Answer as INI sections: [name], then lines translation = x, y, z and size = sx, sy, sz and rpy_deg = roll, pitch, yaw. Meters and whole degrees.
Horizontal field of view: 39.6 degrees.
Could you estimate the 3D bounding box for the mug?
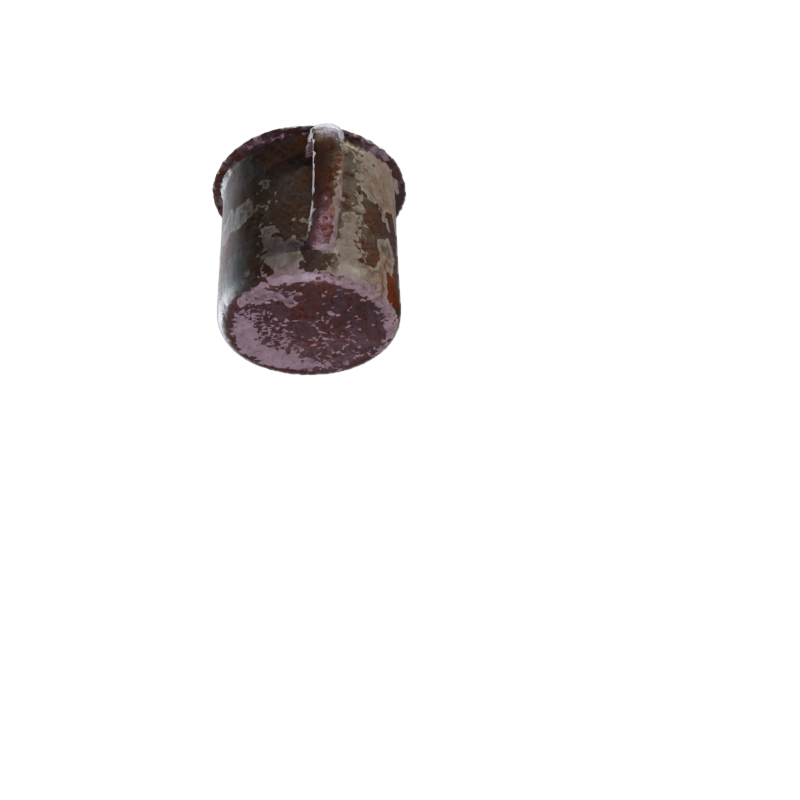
[mug]
translation = -0.039, -0.072, 0.501
size = 0.092, 0.087, 0.111
rpy_deg = 6, -36, -11
